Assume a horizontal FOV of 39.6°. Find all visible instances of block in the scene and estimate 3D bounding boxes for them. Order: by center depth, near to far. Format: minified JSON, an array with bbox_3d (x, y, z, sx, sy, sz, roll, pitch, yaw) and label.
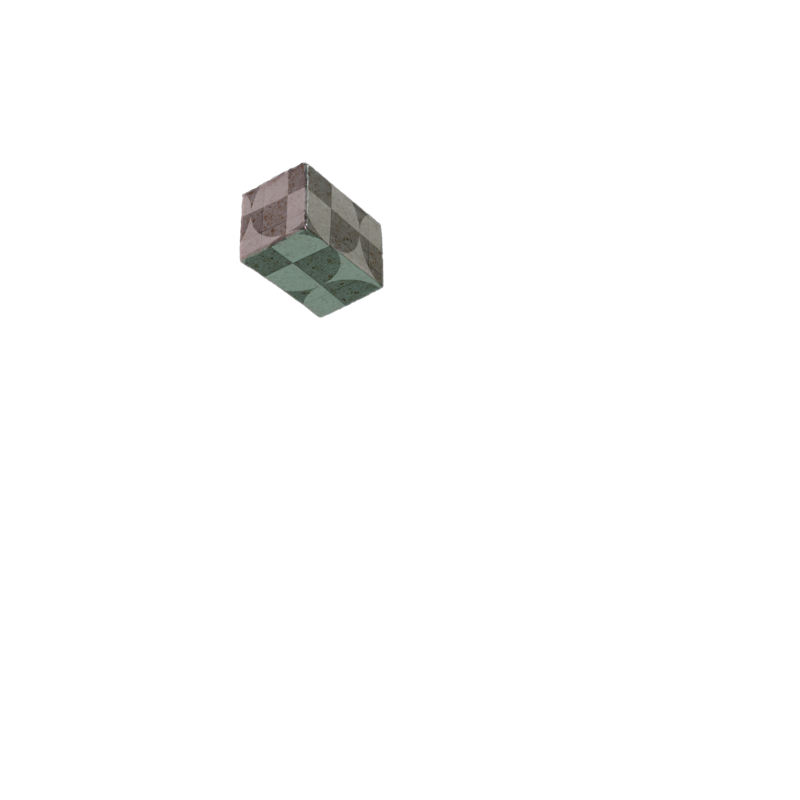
[{"bbox_3d":[-0.053,-0.096,0.673,0.053,0.055,0.072,-24,-40,29],"label":"block"}]
